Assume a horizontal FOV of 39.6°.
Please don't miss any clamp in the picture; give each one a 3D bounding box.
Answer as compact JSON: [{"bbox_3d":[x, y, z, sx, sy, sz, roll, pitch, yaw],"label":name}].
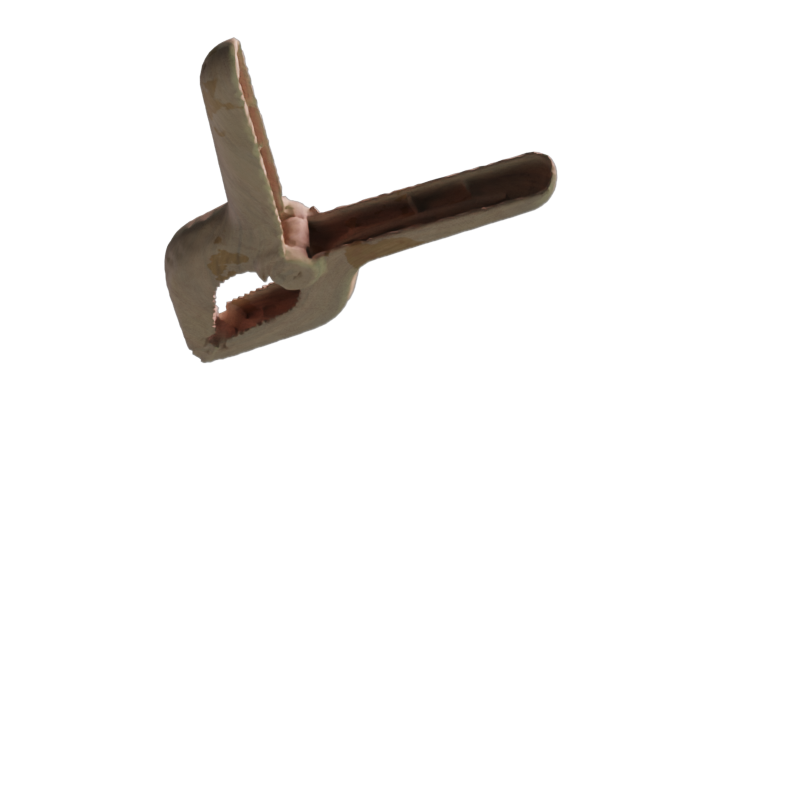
[{"bbox_3d":[-0.041,-0.074,0.517,0.159,0.039,0.204,13,-33,-21],"label":"clamp"}]
